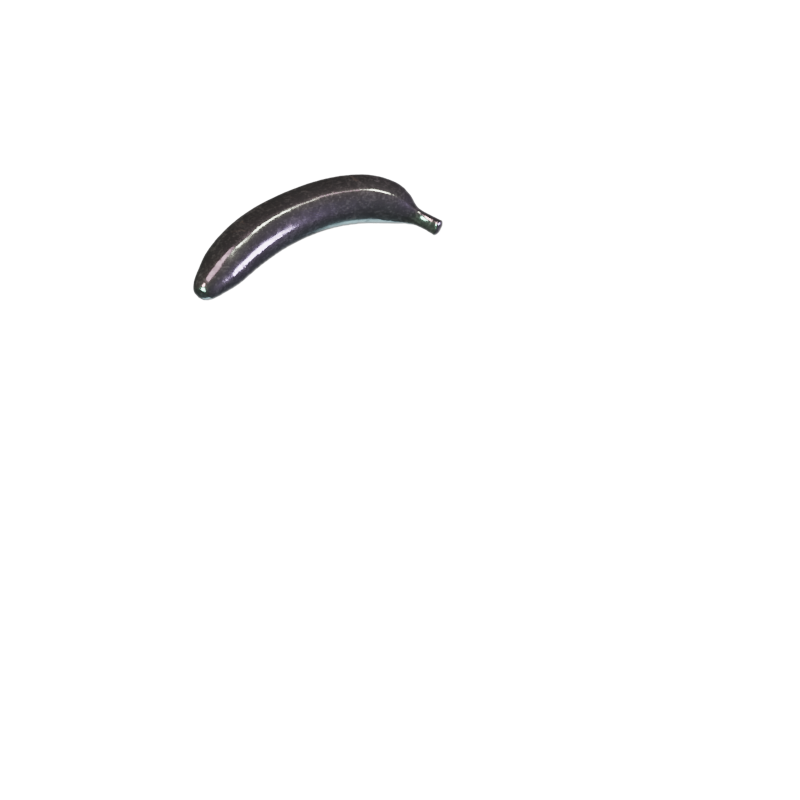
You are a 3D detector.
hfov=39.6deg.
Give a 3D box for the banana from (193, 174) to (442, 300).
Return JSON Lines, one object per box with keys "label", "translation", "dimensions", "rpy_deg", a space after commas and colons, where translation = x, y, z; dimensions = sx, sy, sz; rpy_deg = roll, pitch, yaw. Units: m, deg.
{"label": "banana", "translation": [-0.068, -0.128, 0.816], "dimensions": [0.196, 0.034, 0.075], "rpy_deg": [-20, 48, -19]}
